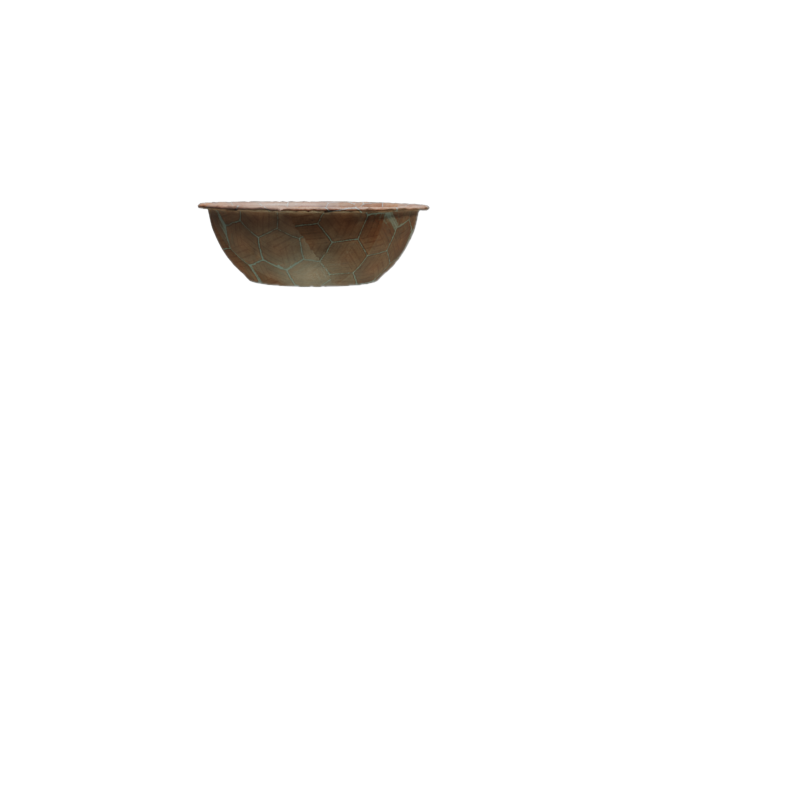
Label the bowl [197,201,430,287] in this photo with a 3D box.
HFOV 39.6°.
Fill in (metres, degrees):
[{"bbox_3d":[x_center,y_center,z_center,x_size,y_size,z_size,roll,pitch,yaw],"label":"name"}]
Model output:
[{"bbox_3d":[-0.061,-0.111,0.778,0.162,0.054,0.165,0,11,-2],"label":"bowl"}]
